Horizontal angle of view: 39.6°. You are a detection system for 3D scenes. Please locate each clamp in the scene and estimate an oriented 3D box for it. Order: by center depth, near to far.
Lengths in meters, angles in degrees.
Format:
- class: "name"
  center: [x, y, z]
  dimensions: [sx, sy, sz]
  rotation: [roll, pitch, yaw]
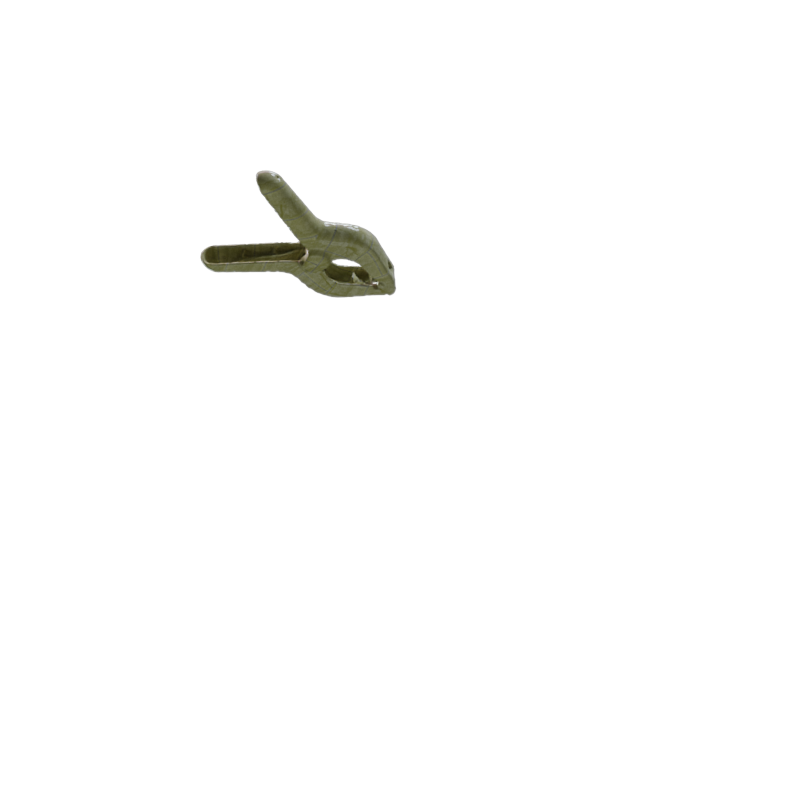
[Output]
- class: "clamp"
  center: [-0.074, -0.136, 0.951]
  dimensions: [0.166, 0.042, 0.116]
  rotation: [12, -35, -18]
